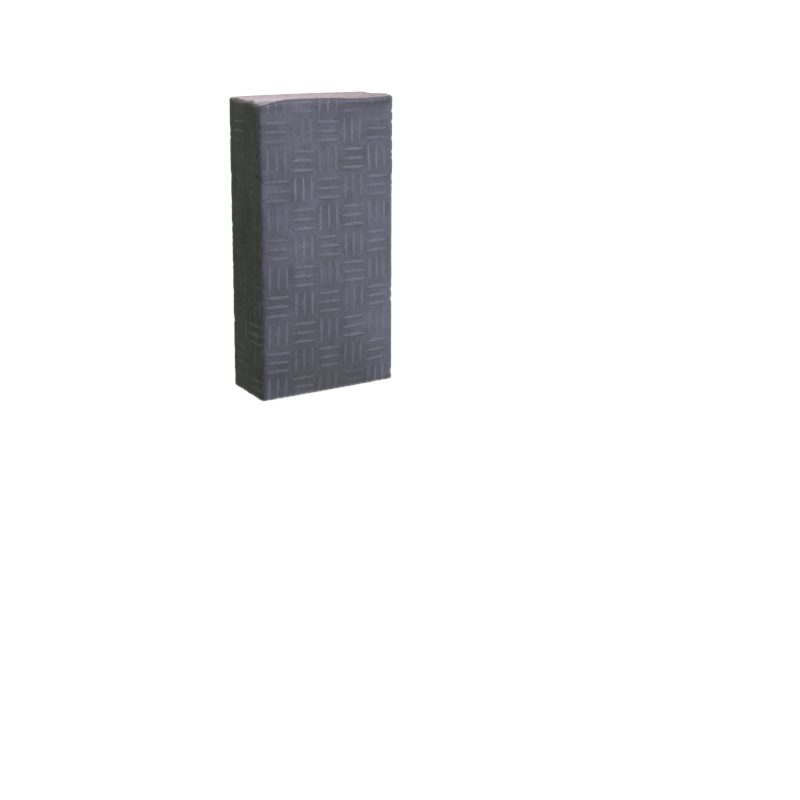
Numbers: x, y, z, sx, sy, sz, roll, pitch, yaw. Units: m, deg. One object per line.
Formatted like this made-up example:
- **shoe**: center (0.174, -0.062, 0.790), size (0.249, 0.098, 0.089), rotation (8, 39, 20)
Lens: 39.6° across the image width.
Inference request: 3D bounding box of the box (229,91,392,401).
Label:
- **box**: center (-0.052, -0.095, 0.667), size (0.091, 0.171, 0.051), rotation (-8, 17, -30)
